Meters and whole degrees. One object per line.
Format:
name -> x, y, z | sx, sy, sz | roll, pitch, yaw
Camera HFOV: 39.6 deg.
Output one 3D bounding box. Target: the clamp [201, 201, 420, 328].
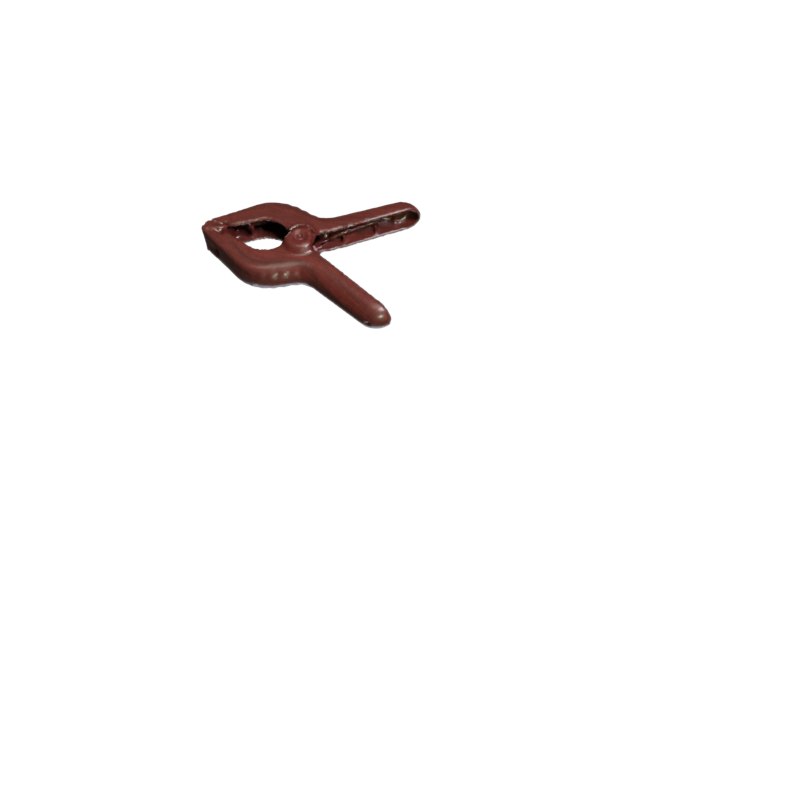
clamp -> -0.069, -0.125, 0.878 | 0.177, 0.125, 0.036 | 18, -39, 15
